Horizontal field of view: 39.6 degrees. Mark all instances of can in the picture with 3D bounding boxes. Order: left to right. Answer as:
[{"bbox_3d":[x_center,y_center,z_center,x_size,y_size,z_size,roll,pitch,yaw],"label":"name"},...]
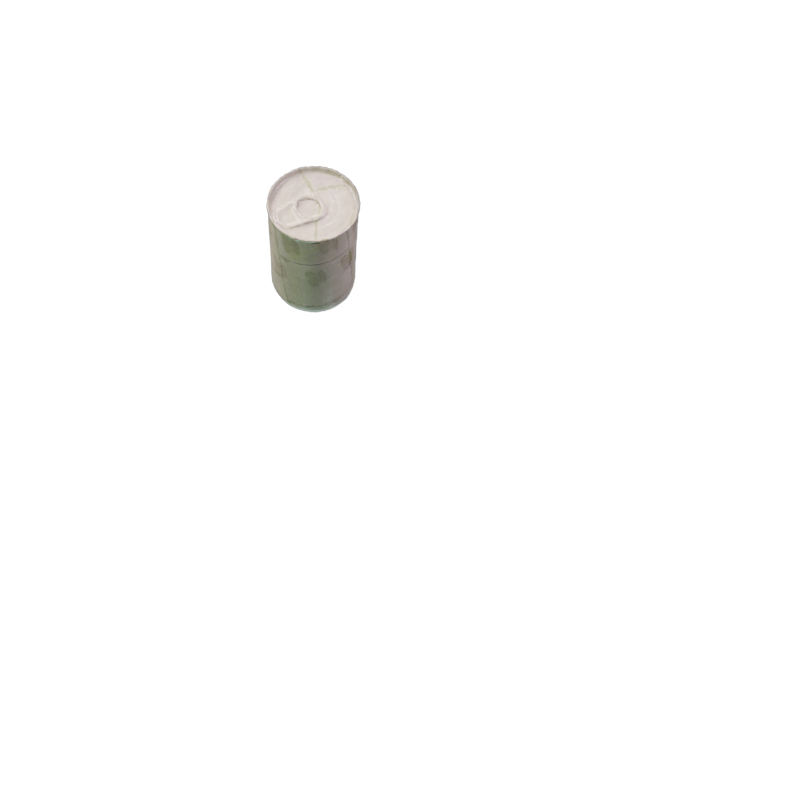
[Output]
[{"bbox_3d":[-0.066,-0.120,0.842,0.068,0.073,0.096,0,-30,-3],"label":"can"}]
